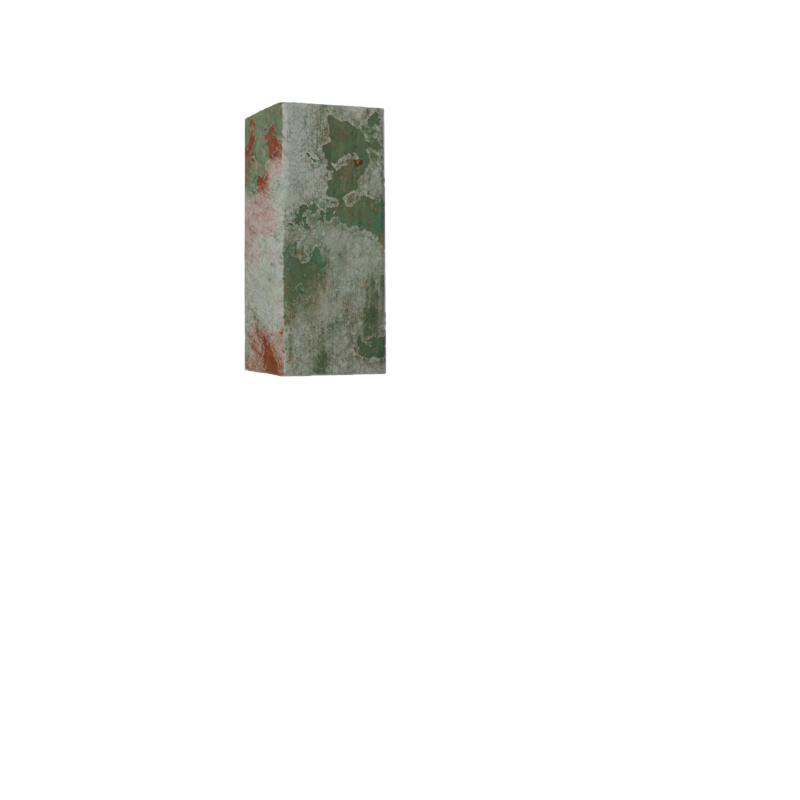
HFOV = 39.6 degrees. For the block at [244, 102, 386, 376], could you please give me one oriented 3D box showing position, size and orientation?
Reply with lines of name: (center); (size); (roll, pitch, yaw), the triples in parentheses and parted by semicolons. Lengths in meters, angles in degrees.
block: (-0.069, -0.126, 0.881); (0.088, 0.207, 0.092); (1, -2, -24)
